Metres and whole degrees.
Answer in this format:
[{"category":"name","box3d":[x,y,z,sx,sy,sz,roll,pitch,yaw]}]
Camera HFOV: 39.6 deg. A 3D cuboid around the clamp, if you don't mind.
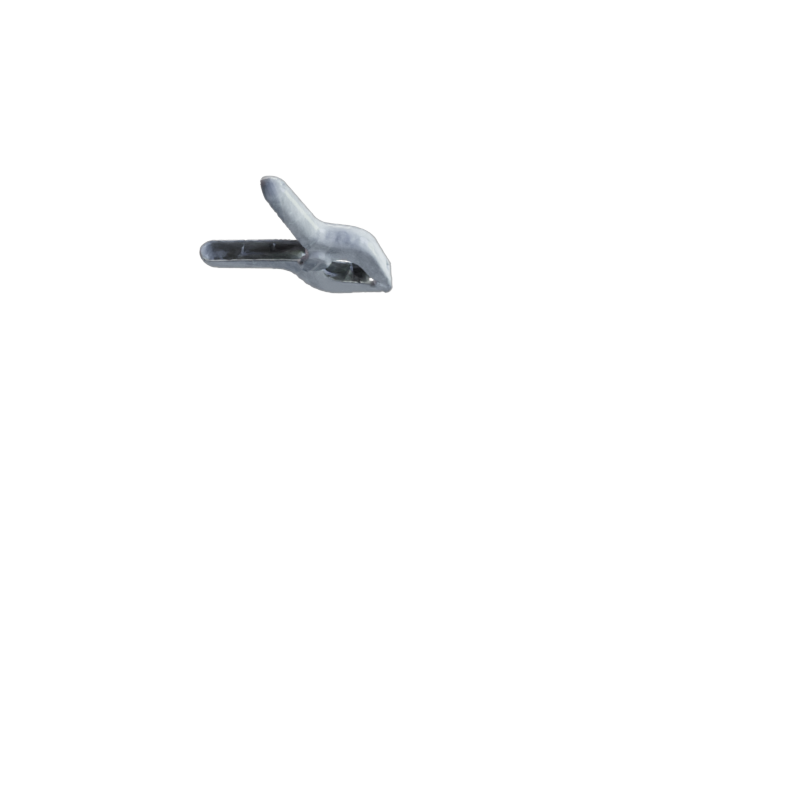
[{"category":"clamp","box3d":[-0.075,-0.136,0.952,0.165,0.042,0.117,11,-28,-22]}]
